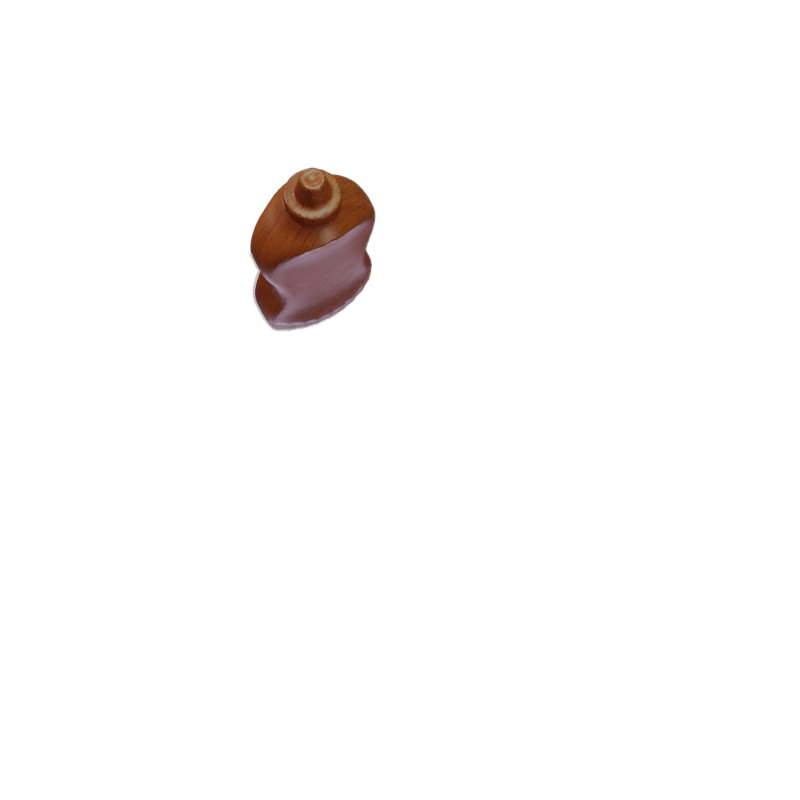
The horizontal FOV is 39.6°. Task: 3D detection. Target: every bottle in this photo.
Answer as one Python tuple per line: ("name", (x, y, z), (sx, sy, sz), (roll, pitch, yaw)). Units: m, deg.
("bottle", (-0.065, -0.119, 0.828), (0.096, 0.061, 0.183), (-27, -15, -12))
